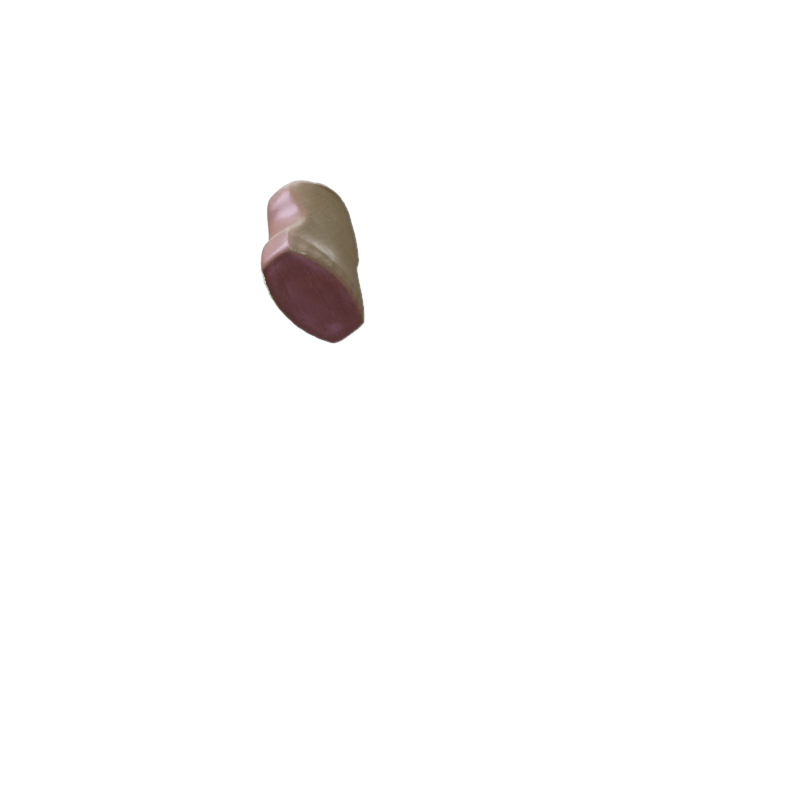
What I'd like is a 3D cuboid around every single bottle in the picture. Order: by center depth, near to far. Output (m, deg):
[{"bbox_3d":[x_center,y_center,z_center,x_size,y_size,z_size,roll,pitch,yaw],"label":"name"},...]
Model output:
[{"bbox_3d":[-0.074,-0.135,0.945,0.058,0.091,0.204,-38,28,19],"label":"bottle"}]
